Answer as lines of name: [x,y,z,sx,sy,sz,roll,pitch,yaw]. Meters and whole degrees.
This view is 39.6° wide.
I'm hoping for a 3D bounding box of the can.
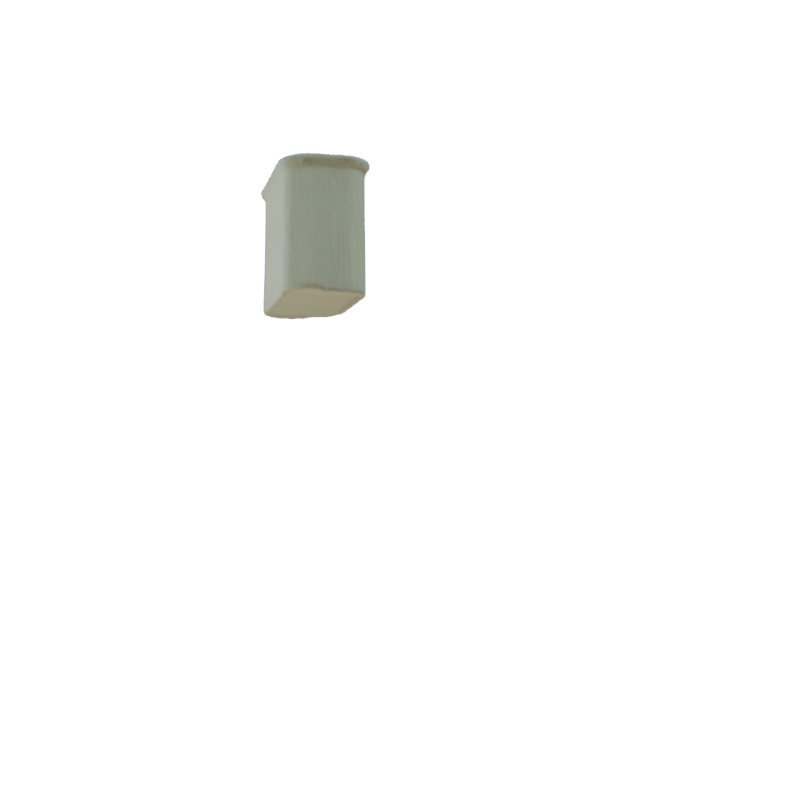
can: [-0.055,-0.100,0.703,0.056,0.086,0.101,2,-10,-15]
